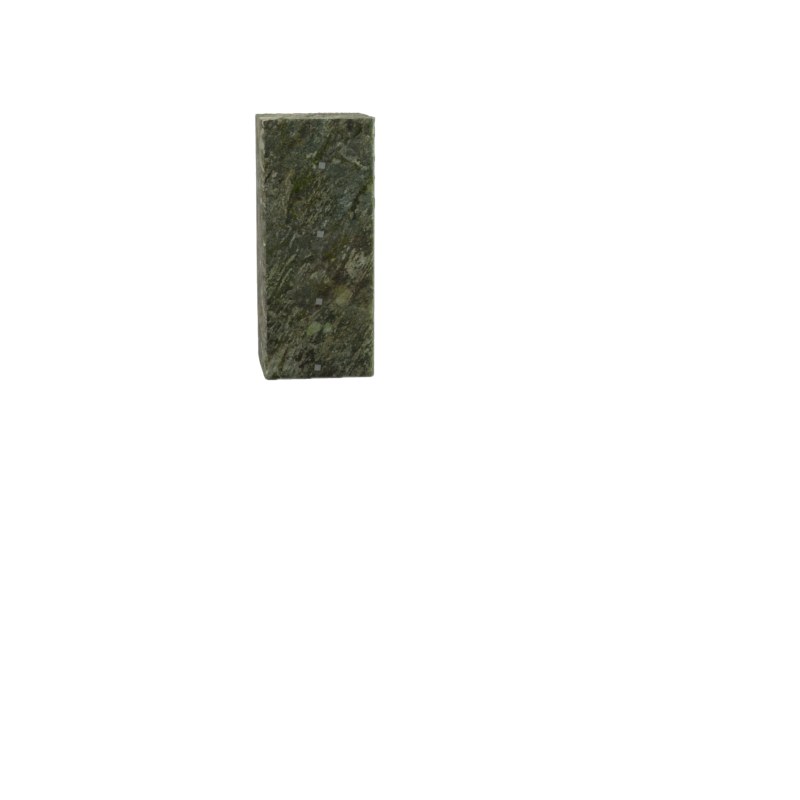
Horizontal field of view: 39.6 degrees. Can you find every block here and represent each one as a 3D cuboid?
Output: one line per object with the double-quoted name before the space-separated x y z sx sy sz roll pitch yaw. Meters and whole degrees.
"block" -0.071 -0.129 0.904 0.090 0.201 0.093 -1 11 -9
